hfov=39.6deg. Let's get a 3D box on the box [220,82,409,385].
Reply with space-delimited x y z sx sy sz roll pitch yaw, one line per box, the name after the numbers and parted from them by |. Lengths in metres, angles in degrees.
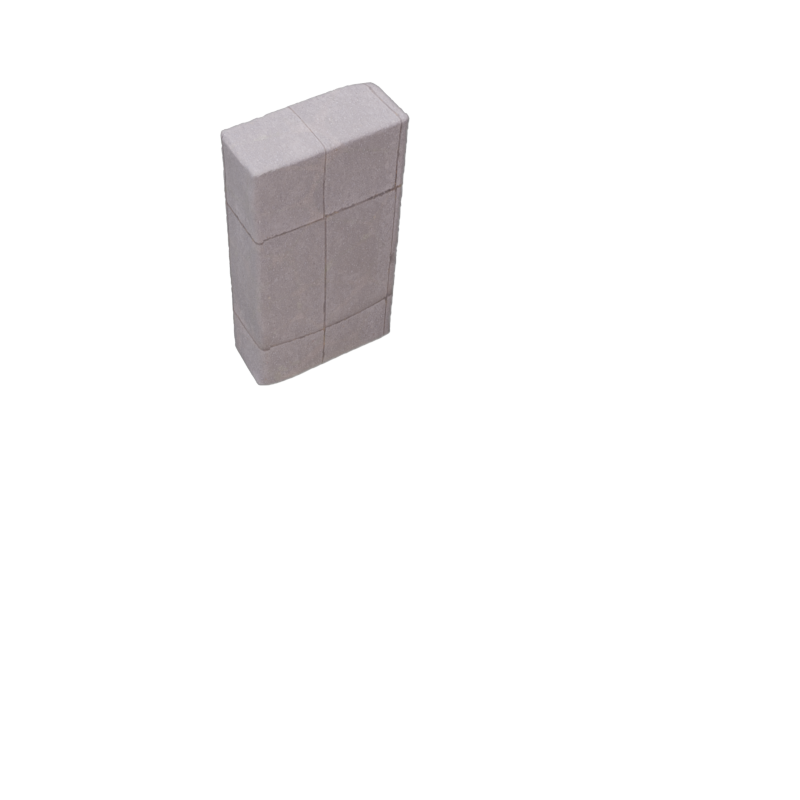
-0.049 -0.089 0.623 0.093 0.164 0.052 -24 54 -22 | box
